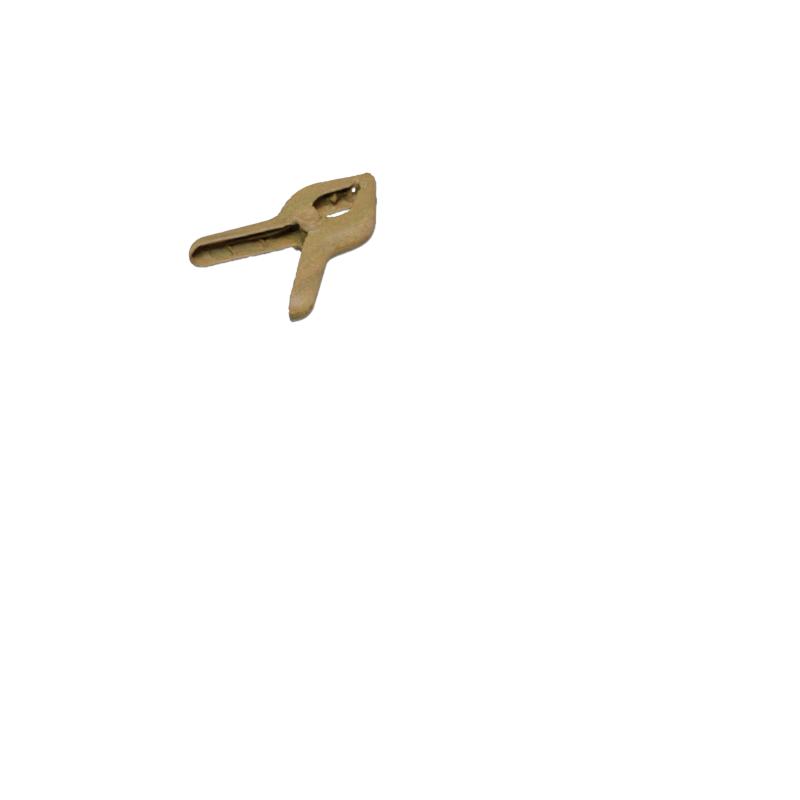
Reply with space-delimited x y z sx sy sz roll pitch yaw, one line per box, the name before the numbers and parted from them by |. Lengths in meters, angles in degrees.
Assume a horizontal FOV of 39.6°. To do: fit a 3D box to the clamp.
clamp | -0.070 -0.127 0.888 0.172 0.036 0.128 -35 57 -27
